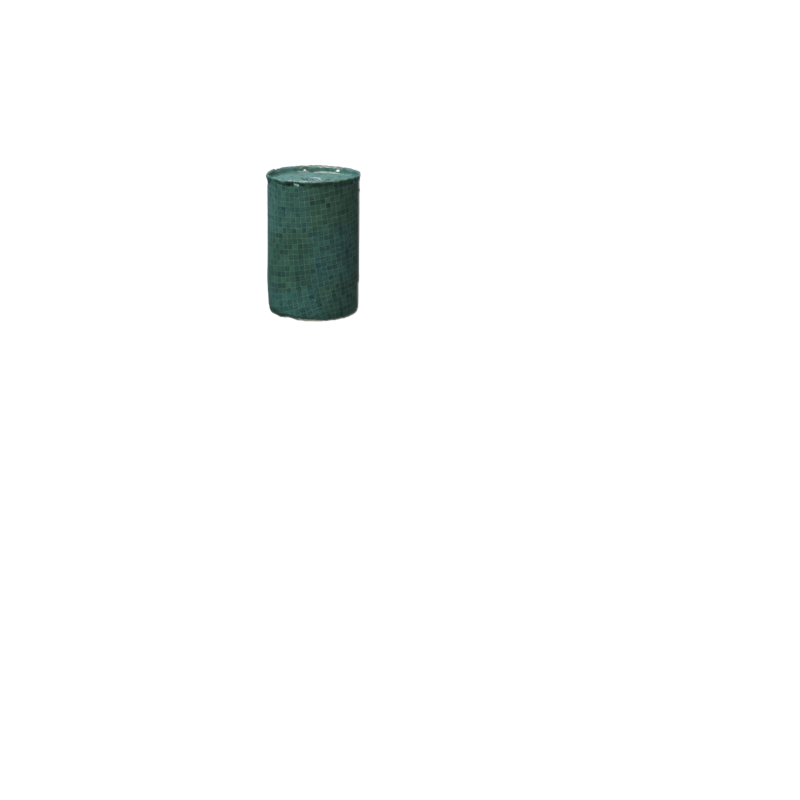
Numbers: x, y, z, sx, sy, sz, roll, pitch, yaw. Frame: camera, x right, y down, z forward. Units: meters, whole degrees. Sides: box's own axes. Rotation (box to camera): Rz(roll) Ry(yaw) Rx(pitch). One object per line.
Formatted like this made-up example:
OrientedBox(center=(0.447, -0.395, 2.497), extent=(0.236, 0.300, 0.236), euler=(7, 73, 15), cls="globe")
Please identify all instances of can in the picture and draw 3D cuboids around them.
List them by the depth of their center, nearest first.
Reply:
OrientedBox(center=(-0.063, -0.115, 0.804), extent=(0.068, 0.099, 0.071), euler=(0, 16, -2), cls="can")
